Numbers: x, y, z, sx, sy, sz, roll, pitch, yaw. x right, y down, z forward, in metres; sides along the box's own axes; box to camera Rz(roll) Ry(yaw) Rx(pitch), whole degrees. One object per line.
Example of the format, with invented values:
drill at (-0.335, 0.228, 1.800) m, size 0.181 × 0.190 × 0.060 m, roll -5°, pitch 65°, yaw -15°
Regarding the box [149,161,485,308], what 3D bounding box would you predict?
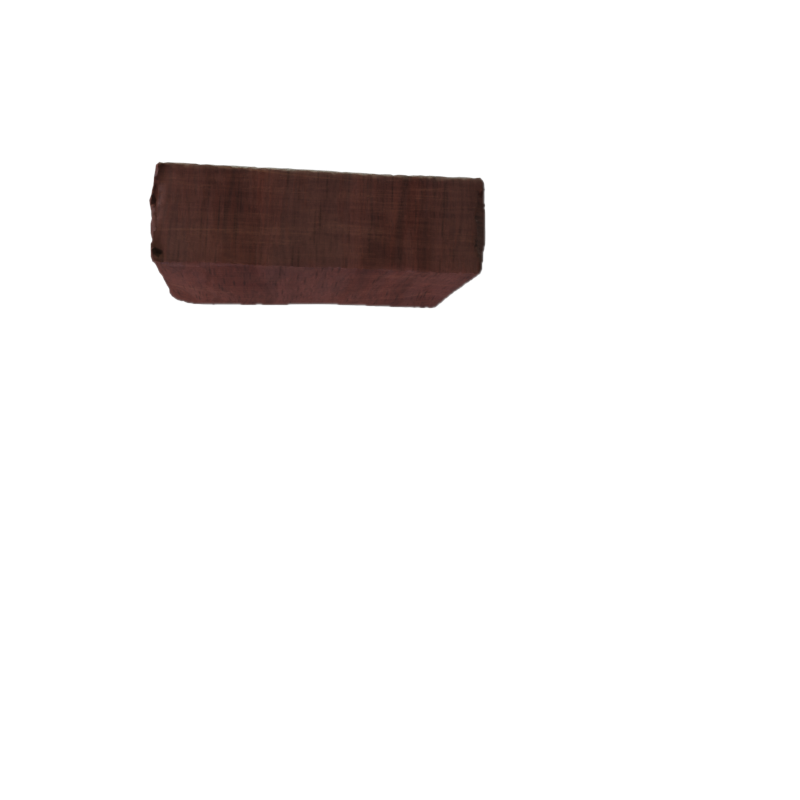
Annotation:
box at (-0.032, -0.058, 0.409) m, size 0.113 × 0.040 × 0.089 m, roll 0°, pitch -5°, yaw -5°
